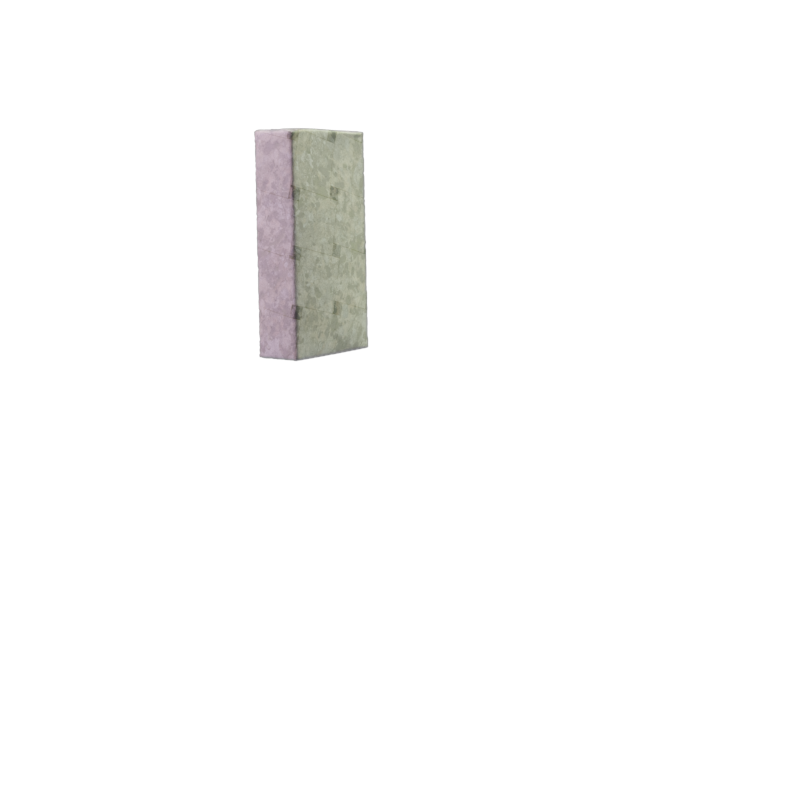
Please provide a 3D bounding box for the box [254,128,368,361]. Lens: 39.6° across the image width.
[{"bbox_3d":[-0.068,-0.125,0.873,0.050,0.174,0.091,4,7,37],"label":"box"}]
